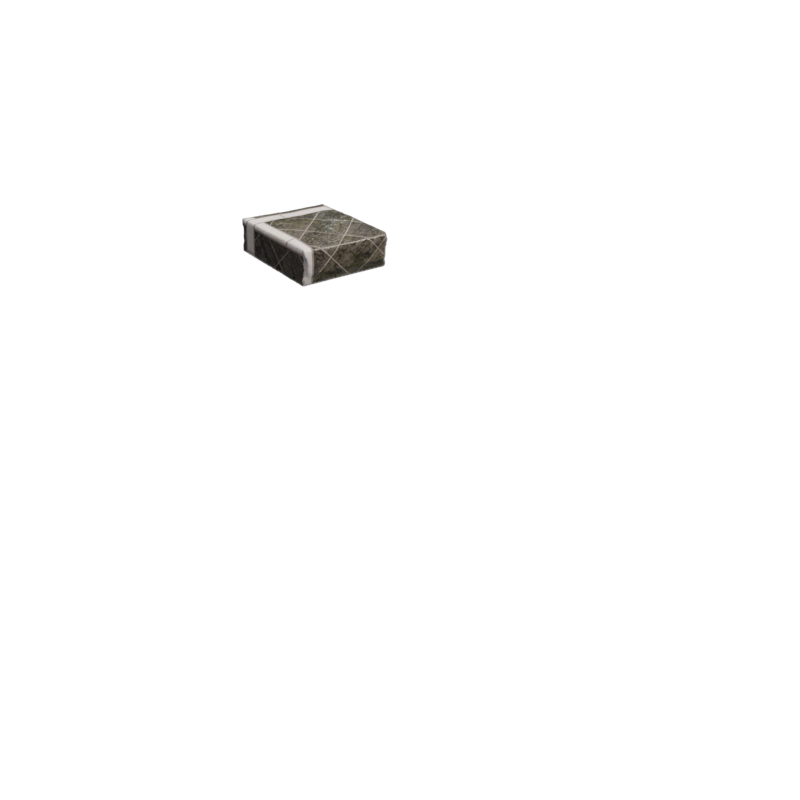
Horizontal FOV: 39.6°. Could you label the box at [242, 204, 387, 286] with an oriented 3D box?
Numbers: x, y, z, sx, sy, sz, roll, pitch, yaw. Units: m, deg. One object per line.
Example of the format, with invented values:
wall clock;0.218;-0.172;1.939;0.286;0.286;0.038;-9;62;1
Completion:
box;-0.064;-0.117;0.823;0.072;0.029;0.095;-16;30;-31
